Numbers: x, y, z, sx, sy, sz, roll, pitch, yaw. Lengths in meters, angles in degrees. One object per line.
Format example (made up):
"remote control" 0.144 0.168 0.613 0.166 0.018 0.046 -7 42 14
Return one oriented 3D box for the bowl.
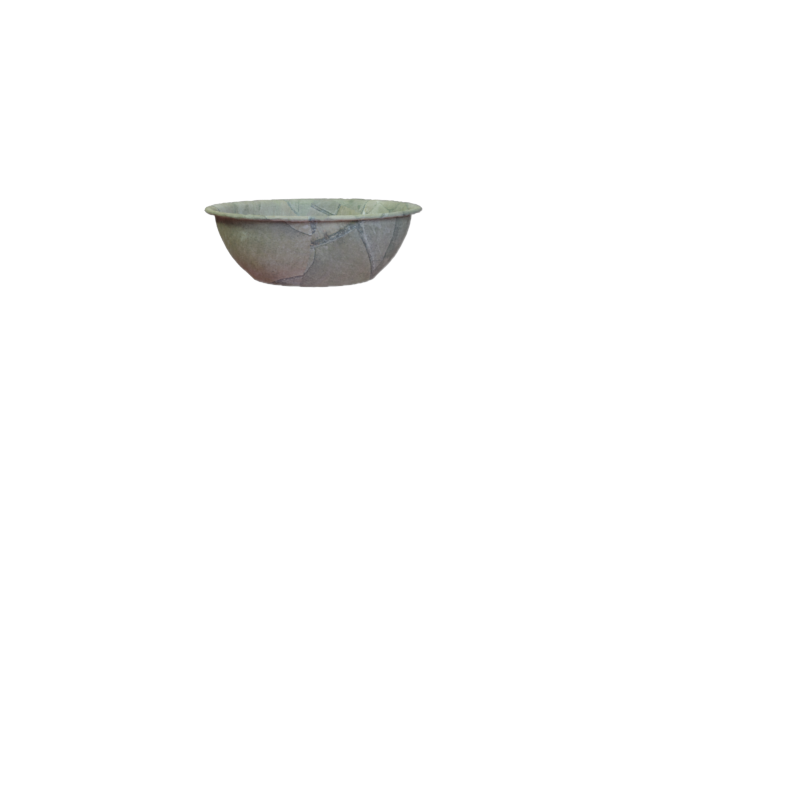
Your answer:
"bowl" -0.065 -0.118 0.828 0.162 0.054 0.167 0 14 -2
